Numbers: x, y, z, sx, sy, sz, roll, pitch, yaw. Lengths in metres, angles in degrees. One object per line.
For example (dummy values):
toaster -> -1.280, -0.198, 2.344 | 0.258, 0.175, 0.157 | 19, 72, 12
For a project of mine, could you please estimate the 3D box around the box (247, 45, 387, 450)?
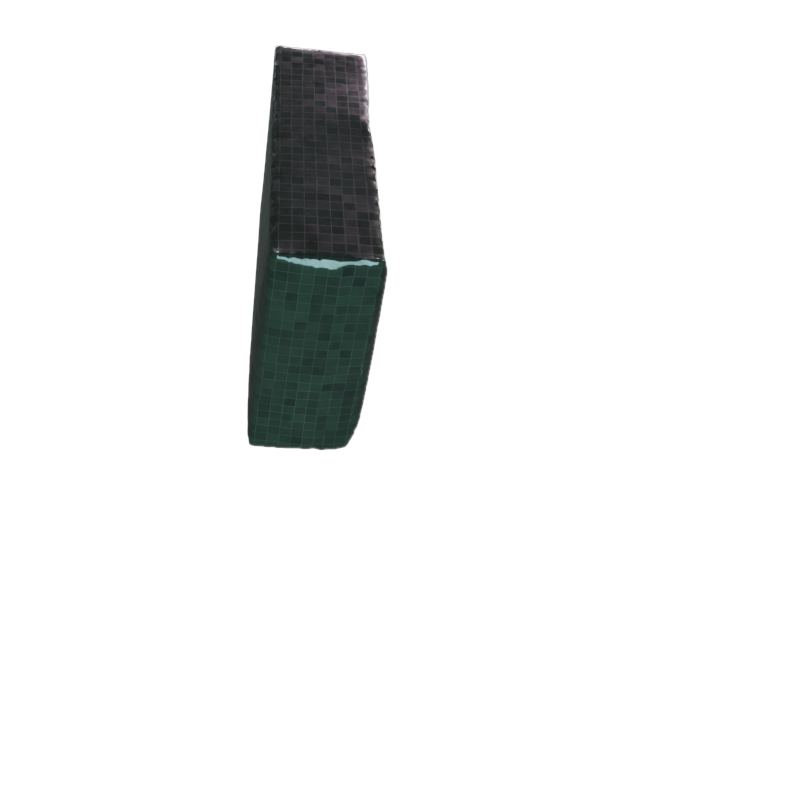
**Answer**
box -> -0.056, -0.102, 0.715 | 0.071, 0.230, 0.154 | 4, -45, -8
